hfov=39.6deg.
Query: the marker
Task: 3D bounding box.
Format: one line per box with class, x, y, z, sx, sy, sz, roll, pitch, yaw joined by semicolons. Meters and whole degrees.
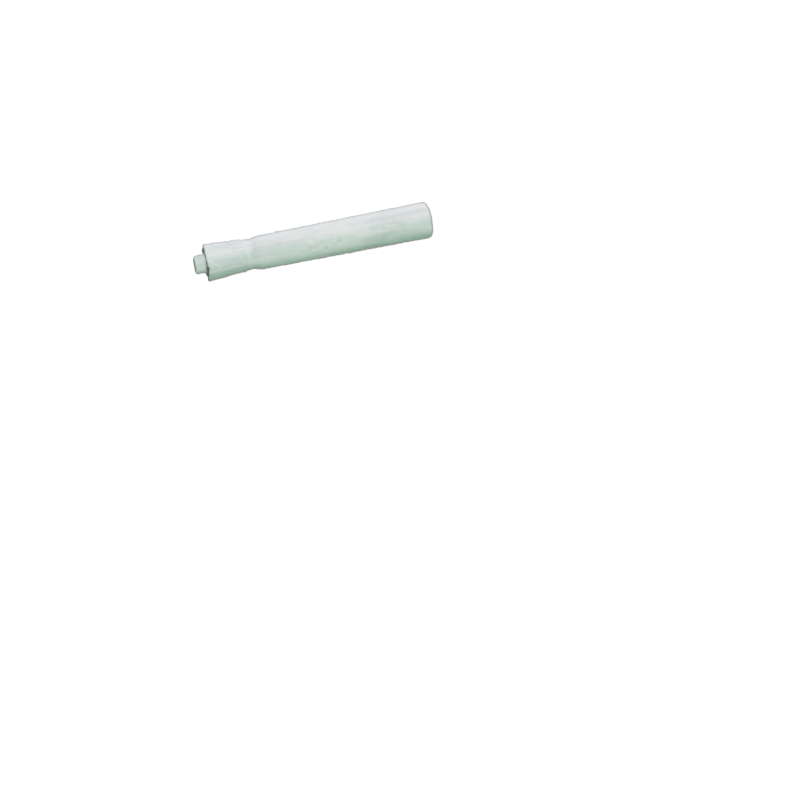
marker;-0.043;-0.079;0.553;0.120;0.020;0.020;-13;7;-11
